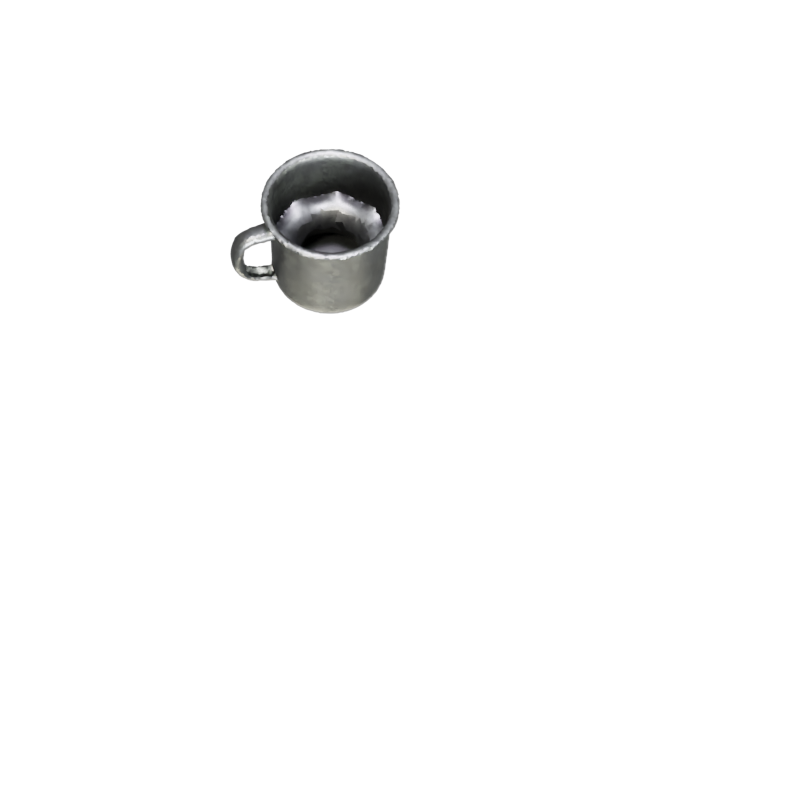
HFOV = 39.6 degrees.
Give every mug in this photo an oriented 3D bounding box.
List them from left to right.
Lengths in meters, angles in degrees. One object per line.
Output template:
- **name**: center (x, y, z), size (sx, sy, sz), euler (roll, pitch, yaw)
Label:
- **mug**: center (-0.060, -0.110, 0.768), size (0.116, 0.100, 0.076), euler (-18, -30, -12)
